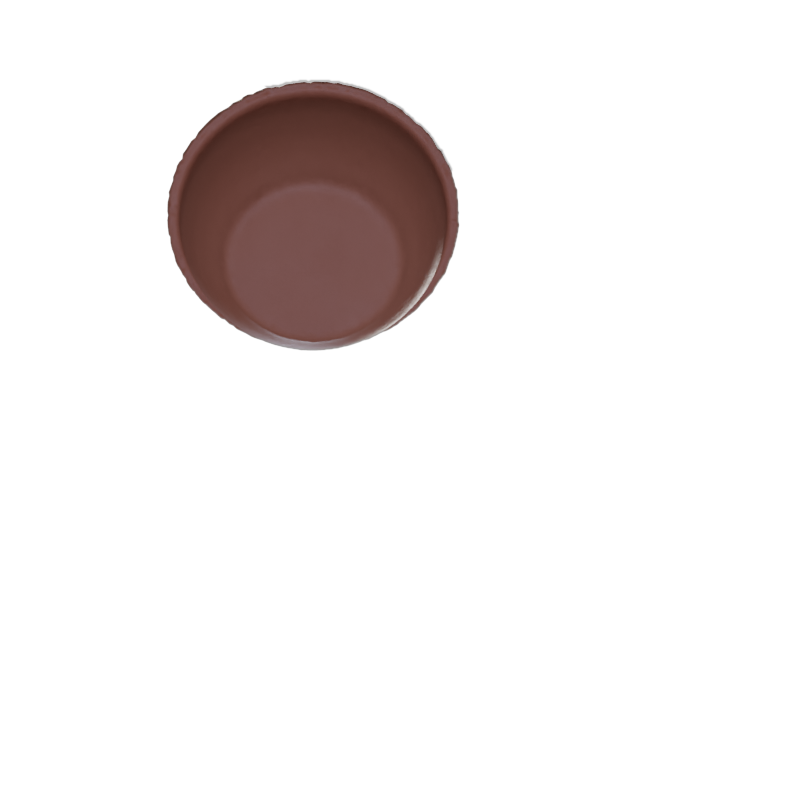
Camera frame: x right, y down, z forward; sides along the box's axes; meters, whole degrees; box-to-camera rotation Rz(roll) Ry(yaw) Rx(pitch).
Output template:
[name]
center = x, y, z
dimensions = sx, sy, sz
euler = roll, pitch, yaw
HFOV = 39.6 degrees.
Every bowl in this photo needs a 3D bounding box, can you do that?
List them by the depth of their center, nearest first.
[bowl]
center = -0.046, -0.084, 0.591
dimensions = 0.162, 0.153, 0.058
euler = 1, 28, -1
